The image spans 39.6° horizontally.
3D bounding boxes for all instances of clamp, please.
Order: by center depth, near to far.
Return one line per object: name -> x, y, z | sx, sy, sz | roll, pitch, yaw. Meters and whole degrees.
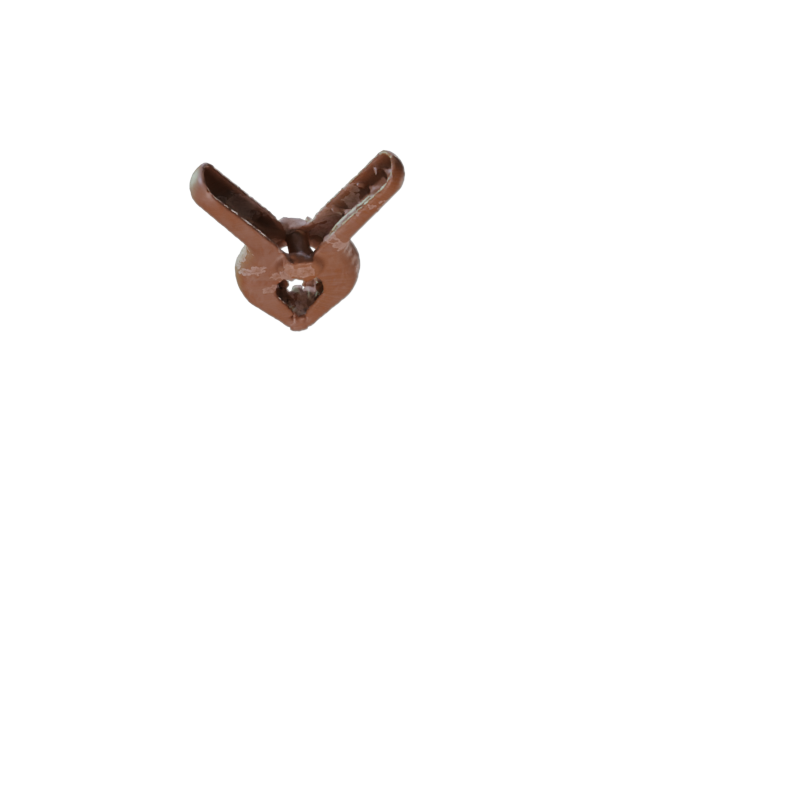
clamp -> -0.053, -0.097, 0.679 | 0.121, 0.042, 0.161 | -2, -24, 5
